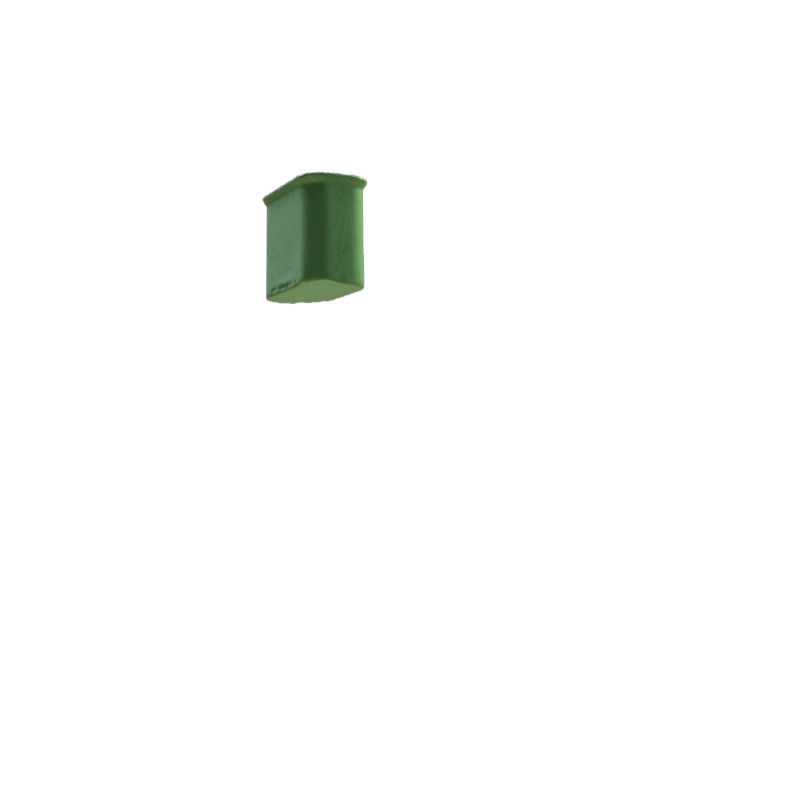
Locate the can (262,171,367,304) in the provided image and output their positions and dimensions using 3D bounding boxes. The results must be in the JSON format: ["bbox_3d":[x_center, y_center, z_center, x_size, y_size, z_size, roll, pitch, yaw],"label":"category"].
[{"bbox_3d":[-0.067,-0.122,0.856,0.055,0.086,0.103,5,-9,-27],"label":"can"}]
